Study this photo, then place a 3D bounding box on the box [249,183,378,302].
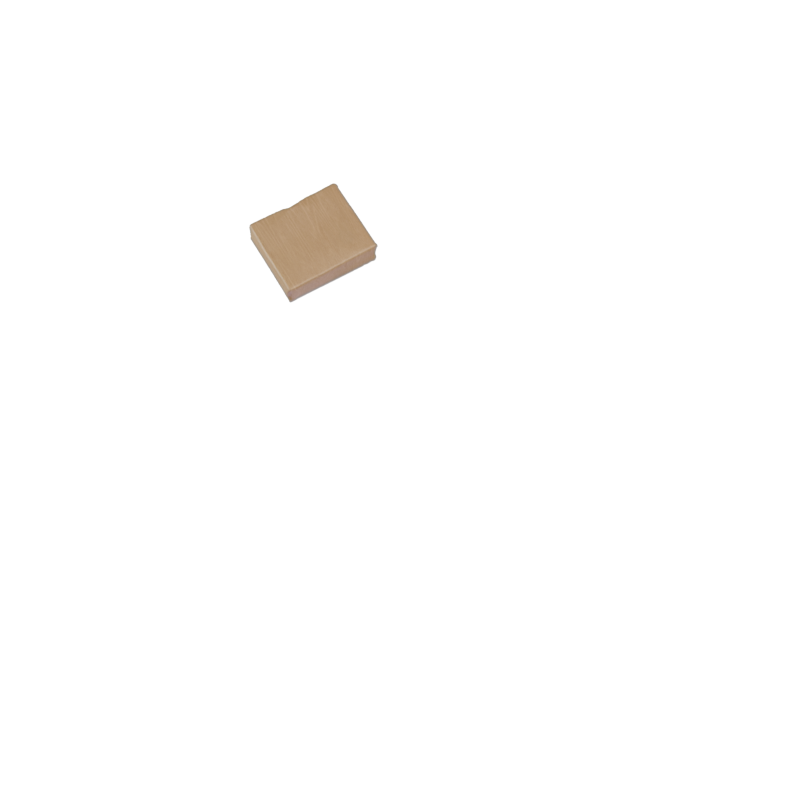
[{"bbox_3d":[-0.075,-0.138,0.963,0.089,0.077,0.028,-28,-22,-13],"label":"box"}]
